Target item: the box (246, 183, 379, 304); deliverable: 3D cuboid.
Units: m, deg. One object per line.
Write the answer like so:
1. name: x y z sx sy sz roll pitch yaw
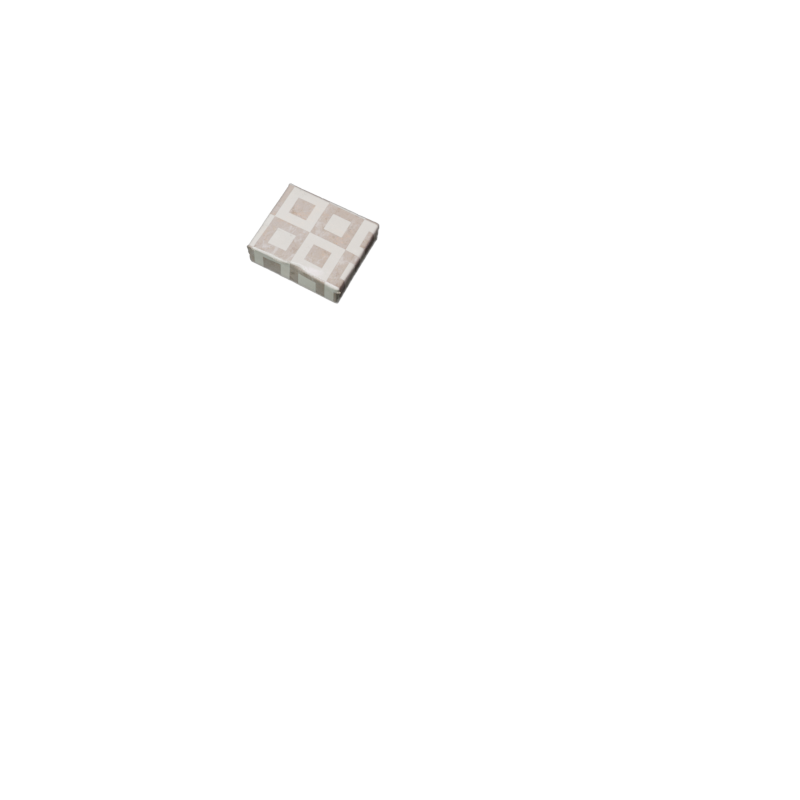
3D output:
1. box: -0.074 -0.134 0.938 0.092 0.075 0.028 26 -25 13
